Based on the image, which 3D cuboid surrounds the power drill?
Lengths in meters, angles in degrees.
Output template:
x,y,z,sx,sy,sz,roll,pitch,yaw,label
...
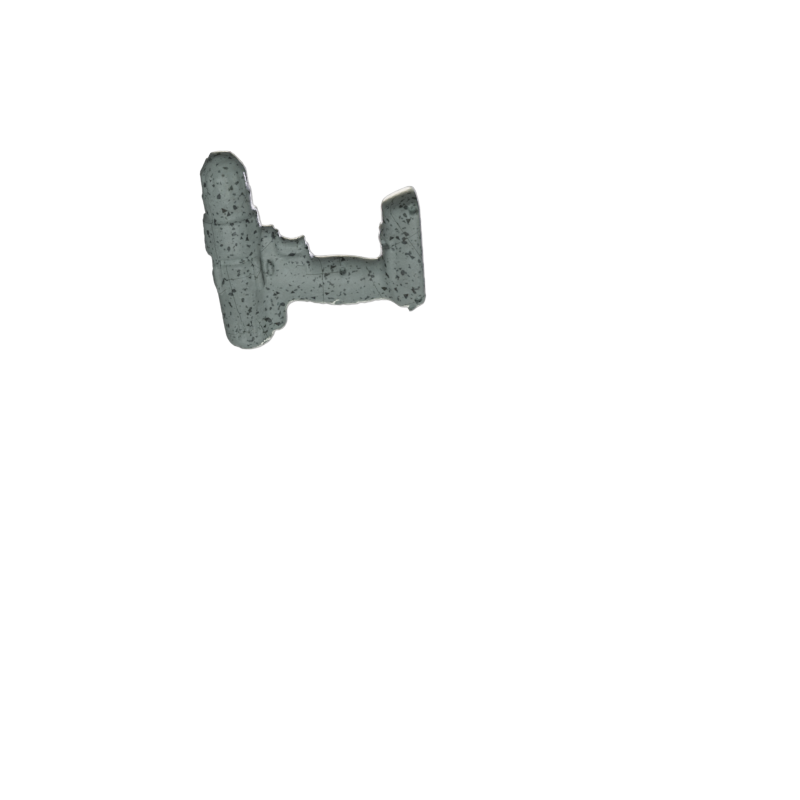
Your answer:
x,y,z,sx,sy,sz,roll,pitch,yaw,label
-0.075,-0.138,0.964,0.188,0.173,0.061,-5,28,3,power drill
